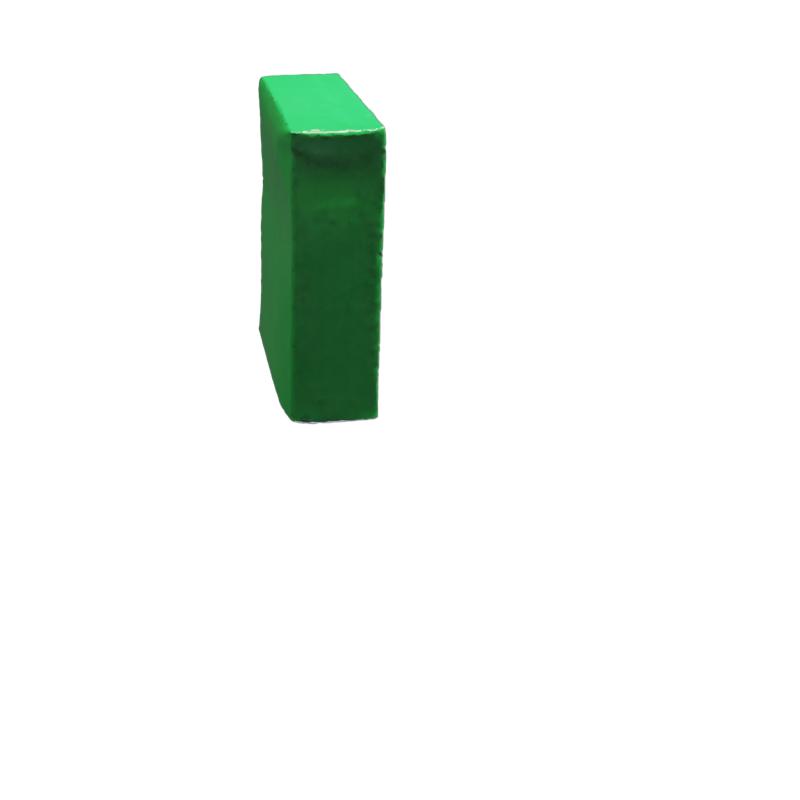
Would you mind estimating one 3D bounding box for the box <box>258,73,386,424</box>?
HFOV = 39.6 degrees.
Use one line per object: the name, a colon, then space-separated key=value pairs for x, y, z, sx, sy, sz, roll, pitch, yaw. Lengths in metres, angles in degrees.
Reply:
box: x=-0.063 y=-0.115 z=0.805 sx=0.071 sy=0.203 sz=0.175 roll=-4 pitch=25 yaw=-13
